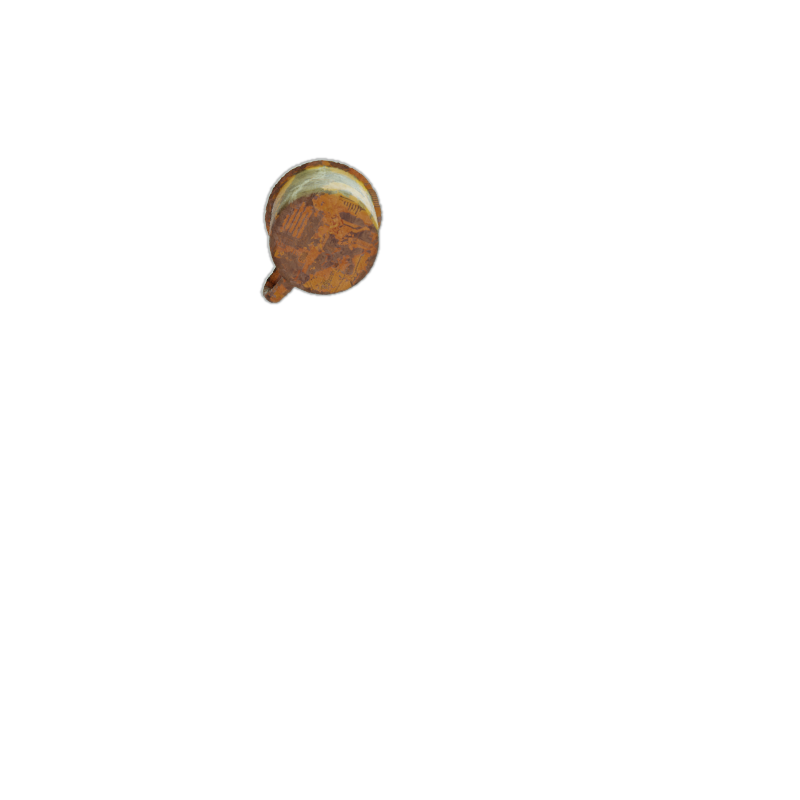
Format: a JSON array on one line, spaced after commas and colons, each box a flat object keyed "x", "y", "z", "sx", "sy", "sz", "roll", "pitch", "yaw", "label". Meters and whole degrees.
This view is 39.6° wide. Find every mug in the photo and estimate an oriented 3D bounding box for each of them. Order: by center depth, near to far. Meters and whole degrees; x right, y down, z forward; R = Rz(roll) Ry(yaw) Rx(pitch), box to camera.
[{"x": -0.066, "y": -0.120, "z": 0.842, "sx": 0.090, "sy": 0.116, "sz": 0.085, "roll": 40, "pitch": 13, "yaw": -14, "label": "mug"}]
